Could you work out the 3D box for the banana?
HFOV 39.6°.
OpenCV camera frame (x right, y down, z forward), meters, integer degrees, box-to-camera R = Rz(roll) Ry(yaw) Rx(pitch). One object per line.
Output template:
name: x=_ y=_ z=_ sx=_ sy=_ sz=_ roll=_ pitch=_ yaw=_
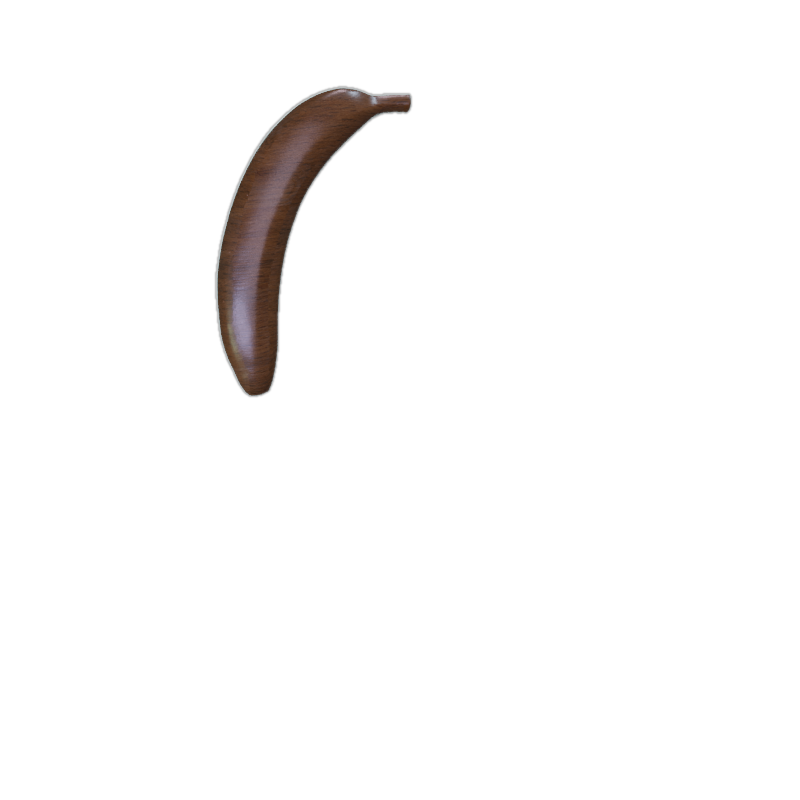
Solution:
banana: x=-0.064 y=-0.102 z=0.634 sx=0.070 sy=0.198 sz=0.037 roll=27 pitch=-2 yaw=-1
